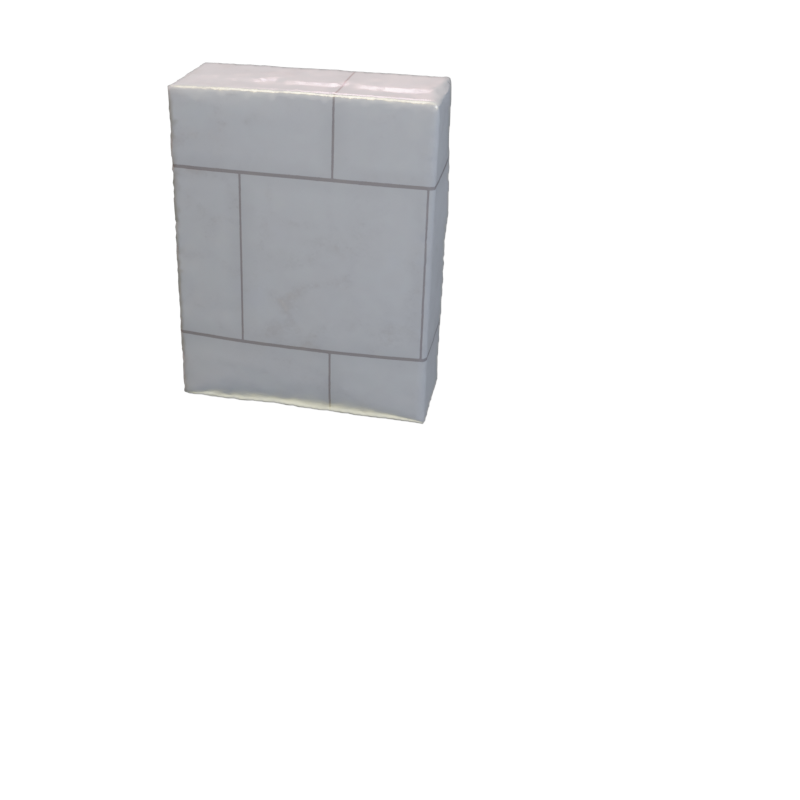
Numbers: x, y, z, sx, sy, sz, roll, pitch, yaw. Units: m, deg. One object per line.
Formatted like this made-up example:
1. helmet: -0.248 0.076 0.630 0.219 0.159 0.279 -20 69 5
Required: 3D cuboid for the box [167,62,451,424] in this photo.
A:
1. box: -0.055 -0.101 0.705 0.167 0.203 0.074 7 26 12
